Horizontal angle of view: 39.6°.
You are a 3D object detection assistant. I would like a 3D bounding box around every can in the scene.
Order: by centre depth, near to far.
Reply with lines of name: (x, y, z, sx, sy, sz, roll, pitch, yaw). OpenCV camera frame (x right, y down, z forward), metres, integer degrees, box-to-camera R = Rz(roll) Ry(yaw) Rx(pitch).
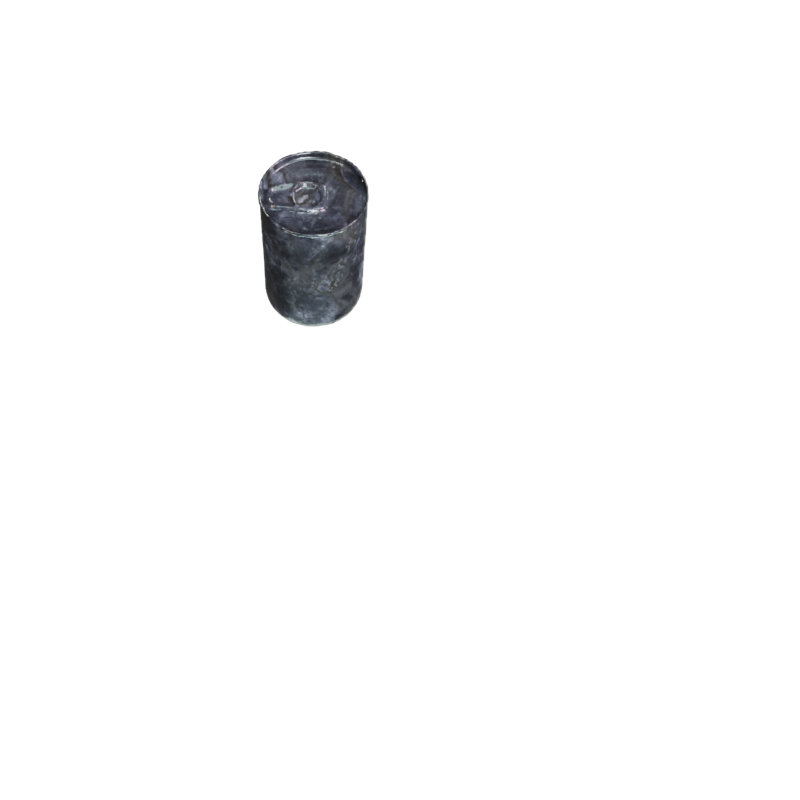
can: (-0.056, -0.102, 0.716, 0.068, 0.073, 0.096, 0, -33, -3)
